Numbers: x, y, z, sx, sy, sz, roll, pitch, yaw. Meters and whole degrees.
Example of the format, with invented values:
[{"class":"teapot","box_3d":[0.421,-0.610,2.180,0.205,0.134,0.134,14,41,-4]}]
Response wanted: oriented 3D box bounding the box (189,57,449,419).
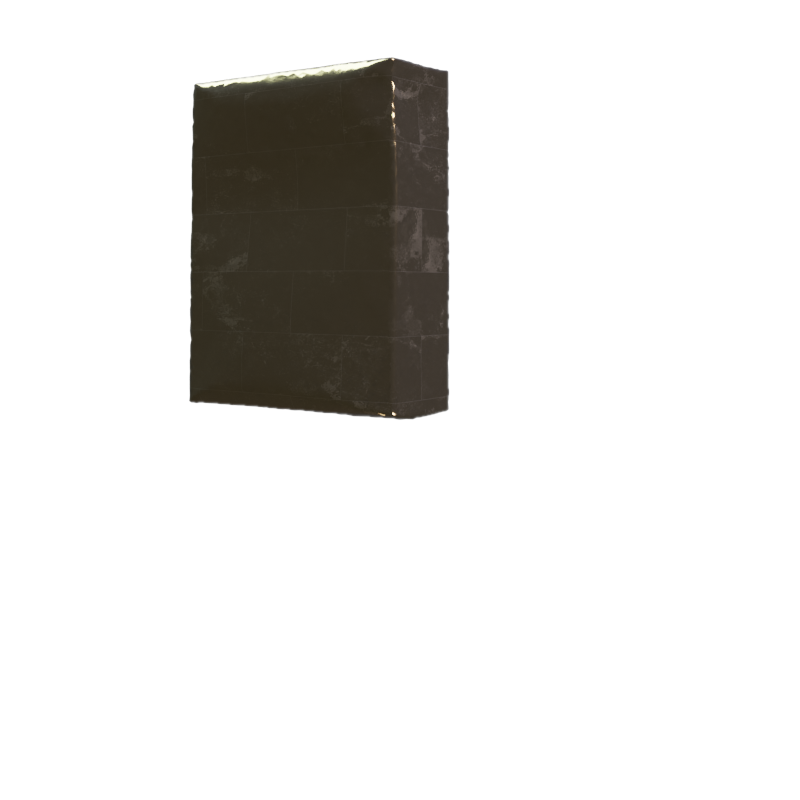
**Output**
[{"class":"box","box_3d":[-0.055,-0.101,0.707,0.170,0.214,0.069,1,0,35]}]
